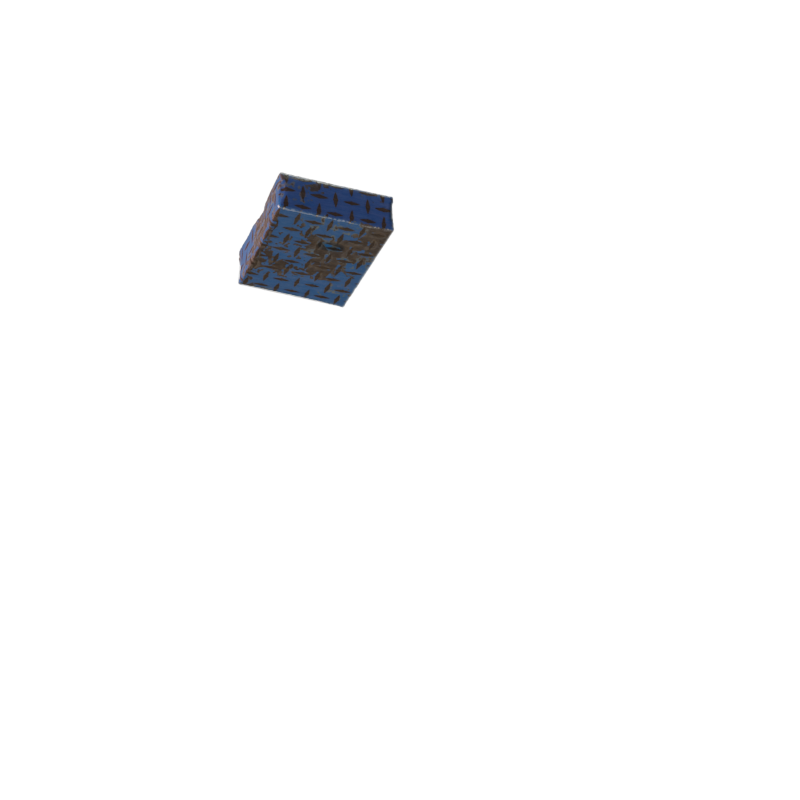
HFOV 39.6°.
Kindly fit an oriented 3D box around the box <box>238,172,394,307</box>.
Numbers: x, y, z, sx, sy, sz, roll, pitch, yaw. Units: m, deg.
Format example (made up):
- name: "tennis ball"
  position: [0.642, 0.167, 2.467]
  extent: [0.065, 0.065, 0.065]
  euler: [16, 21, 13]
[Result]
- name: "box"
  position: [-0.054, -0.098, 0.689]
  extent: [0.071, 0.032, 0.086]
  euler: [11, -33, -18]
